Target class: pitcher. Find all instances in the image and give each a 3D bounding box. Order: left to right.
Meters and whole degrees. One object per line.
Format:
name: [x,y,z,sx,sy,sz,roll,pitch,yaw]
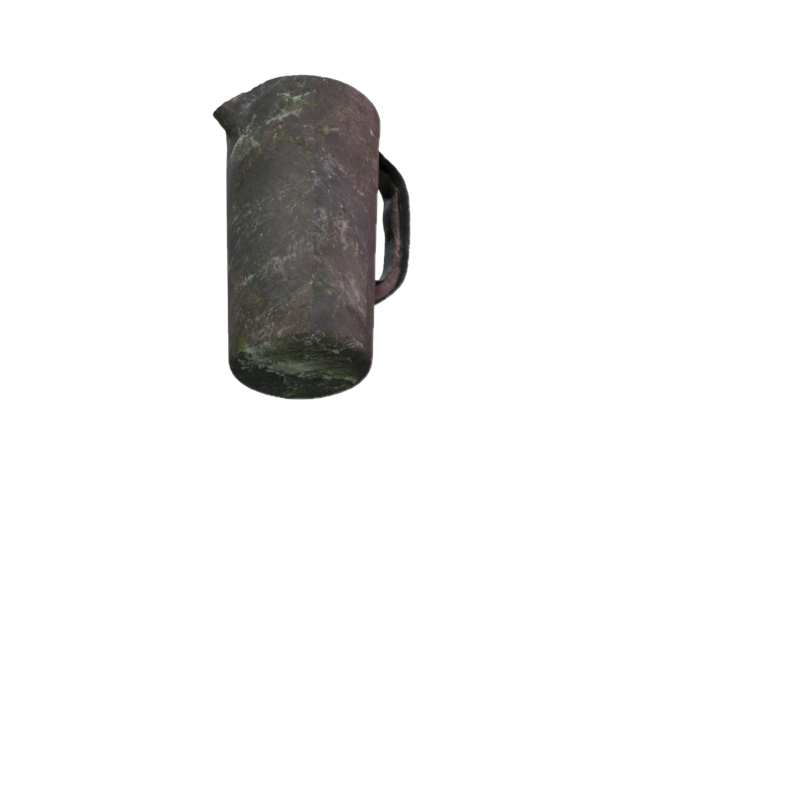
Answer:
pitcher: [-0.070,-0.127,0.890,0.150,0.259,0.135,-6,-30,7]
